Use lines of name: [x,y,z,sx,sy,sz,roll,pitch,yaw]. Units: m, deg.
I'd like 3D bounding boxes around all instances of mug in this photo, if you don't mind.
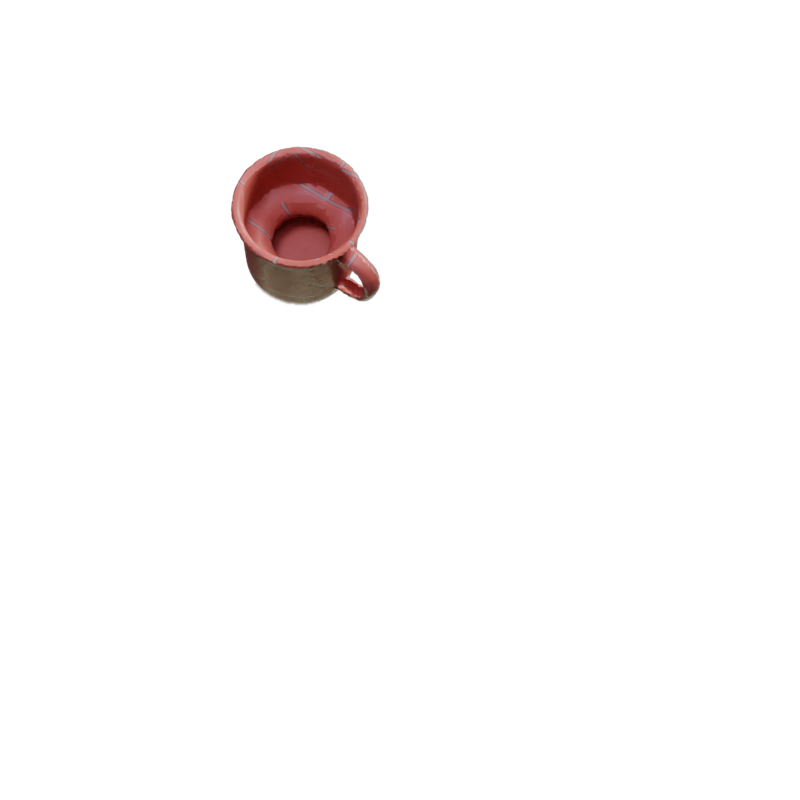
mug: [-0.061,-0.112,0.782,0.122,0.095,0.077,37,-19,14]
